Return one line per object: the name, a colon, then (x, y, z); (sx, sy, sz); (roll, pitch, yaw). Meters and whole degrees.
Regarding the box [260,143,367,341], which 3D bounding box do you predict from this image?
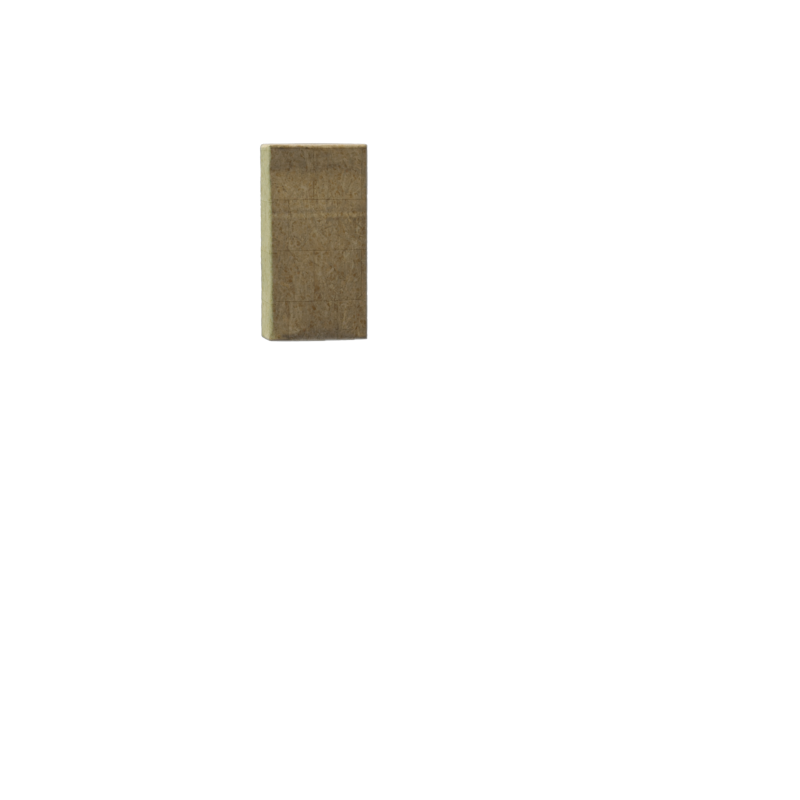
box: (-0.078, -0.142, 0.996); (0.091, 0.175, 0.049); (-1, 3, -16)
